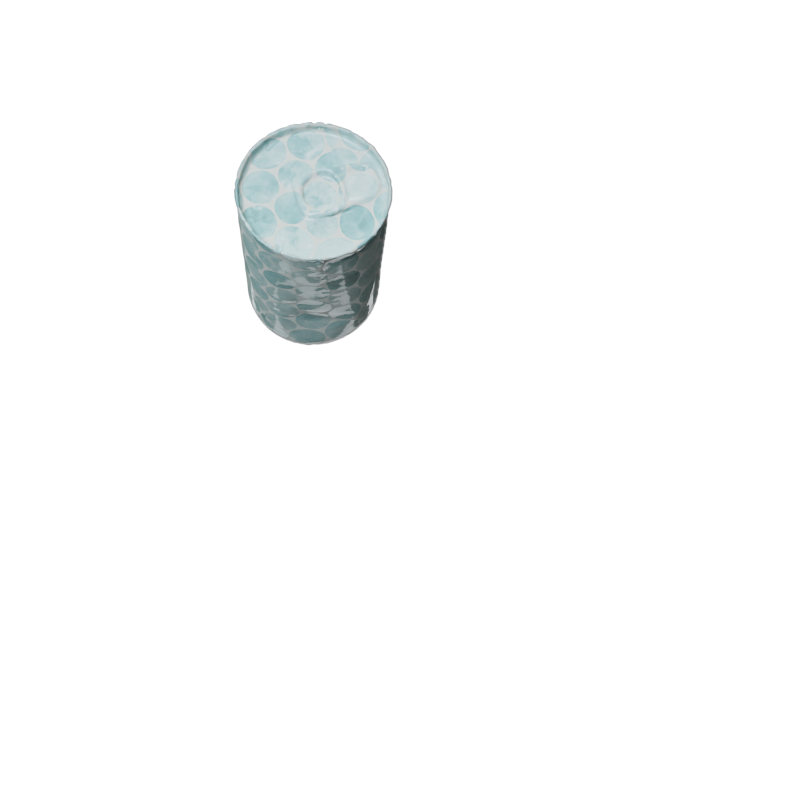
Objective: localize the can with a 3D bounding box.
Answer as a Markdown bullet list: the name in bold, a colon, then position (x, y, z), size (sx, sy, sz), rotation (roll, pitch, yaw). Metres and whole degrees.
- **can**: position (-0.041, -0.074, 0.520), size (0.068, 0.072, 0.097), rotation (0, -22, -3)
